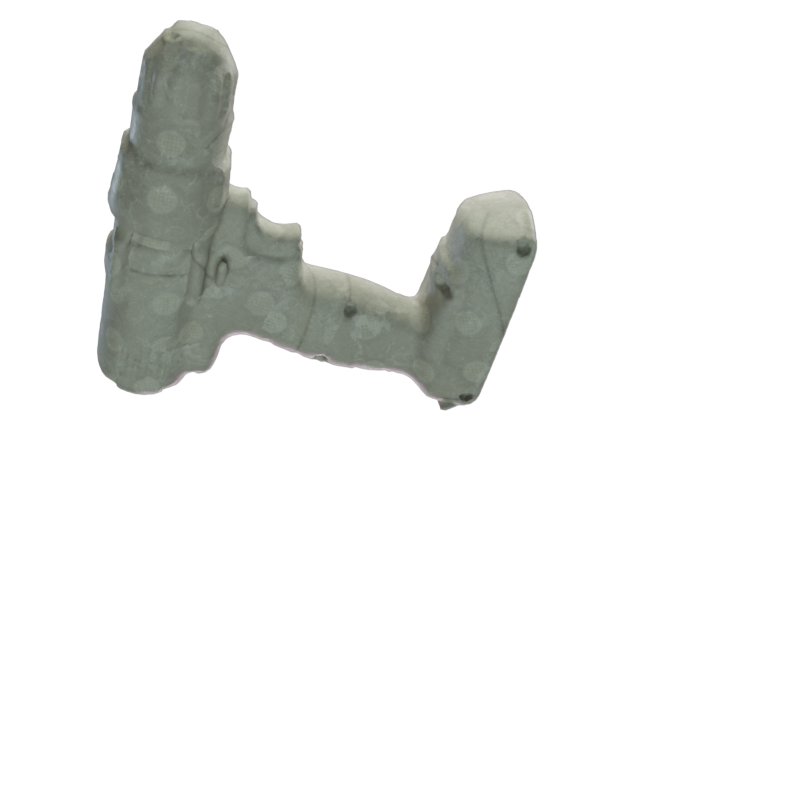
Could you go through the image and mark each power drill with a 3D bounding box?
[{"bbox_3d":[-0.039,-0.072,0.504,0.185,0.175,0.061,11,36,-8],"label":"power drill"}]
